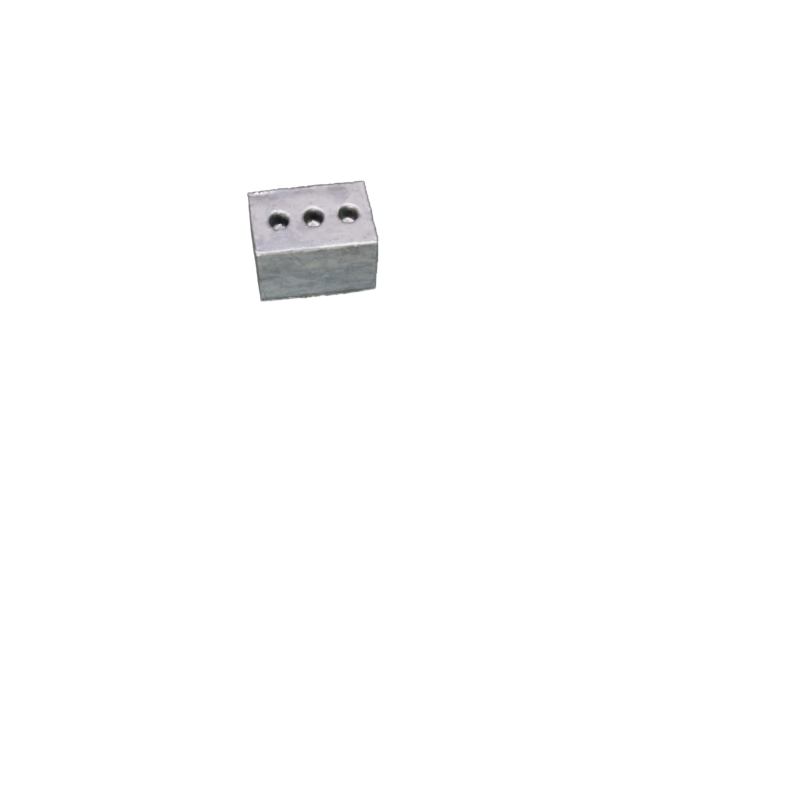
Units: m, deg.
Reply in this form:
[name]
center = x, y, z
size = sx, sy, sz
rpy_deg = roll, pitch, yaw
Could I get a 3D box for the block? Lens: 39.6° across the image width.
[block]
center = -0.055, -0.101, 0.707
size = 0.077, 0.057, 0.048
rpy_deg = -7, -35, -6
